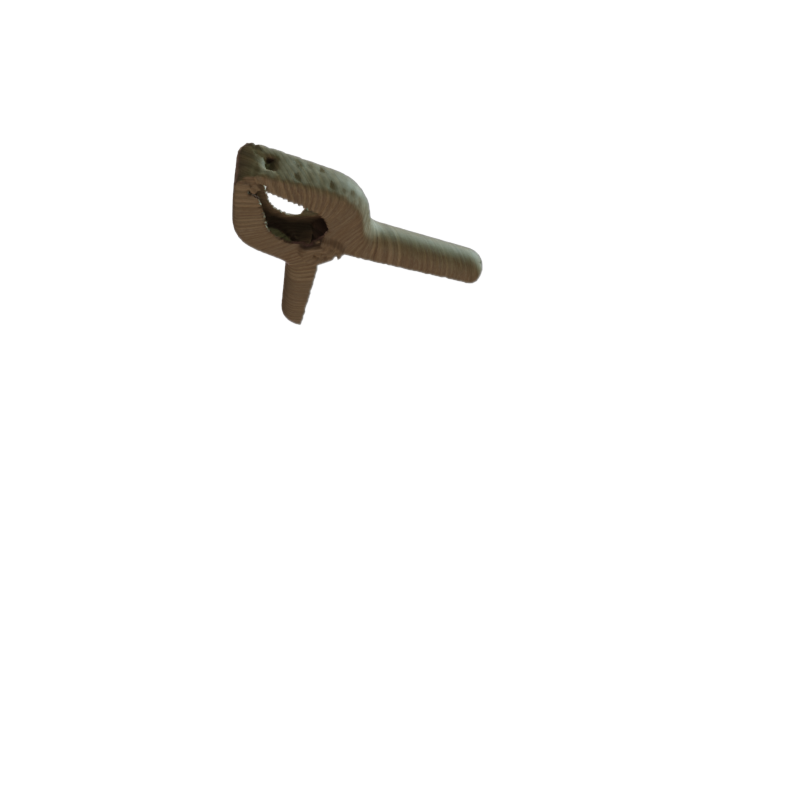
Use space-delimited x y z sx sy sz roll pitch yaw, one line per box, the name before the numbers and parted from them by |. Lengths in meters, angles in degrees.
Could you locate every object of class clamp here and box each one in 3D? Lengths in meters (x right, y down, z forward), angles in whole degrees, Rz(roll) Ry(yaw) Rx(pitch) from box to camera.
clamp | -0.061 -0.112 0.782 0.166 0.039 0.195 -16 -30 31
